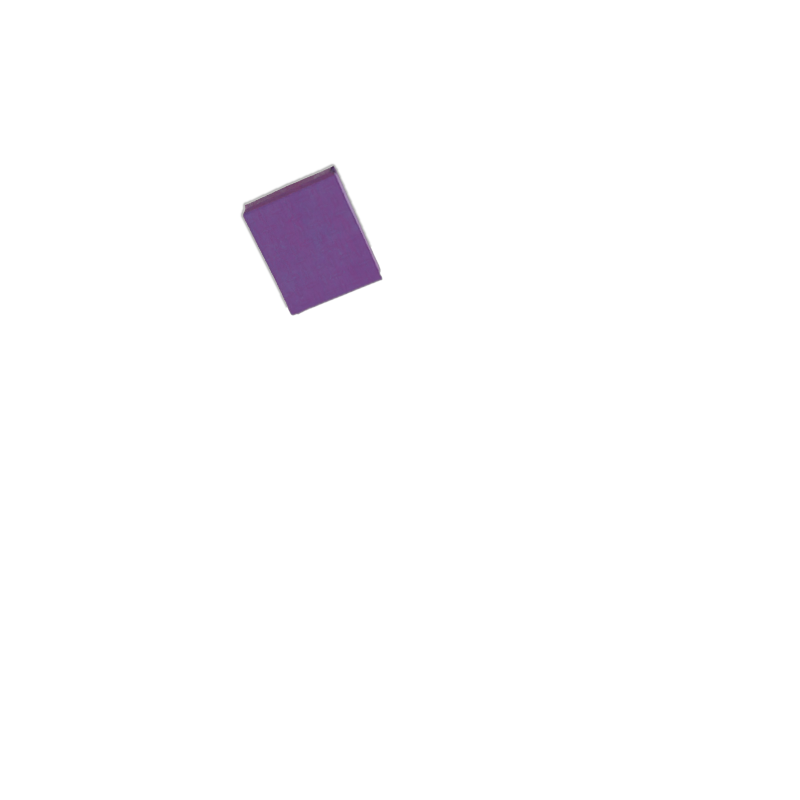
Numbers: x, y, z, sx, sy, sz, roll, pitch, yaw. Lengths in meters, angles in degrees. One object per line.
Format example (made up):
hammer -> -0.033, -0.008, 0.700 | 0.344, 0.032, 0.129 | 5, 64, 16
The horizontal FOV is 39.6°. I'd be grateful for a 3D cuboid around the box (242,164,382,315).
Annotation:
box -> -0.063, -0.115, 0.805 | 0.073, 0.085, 0.032 | -23, 18, 7
